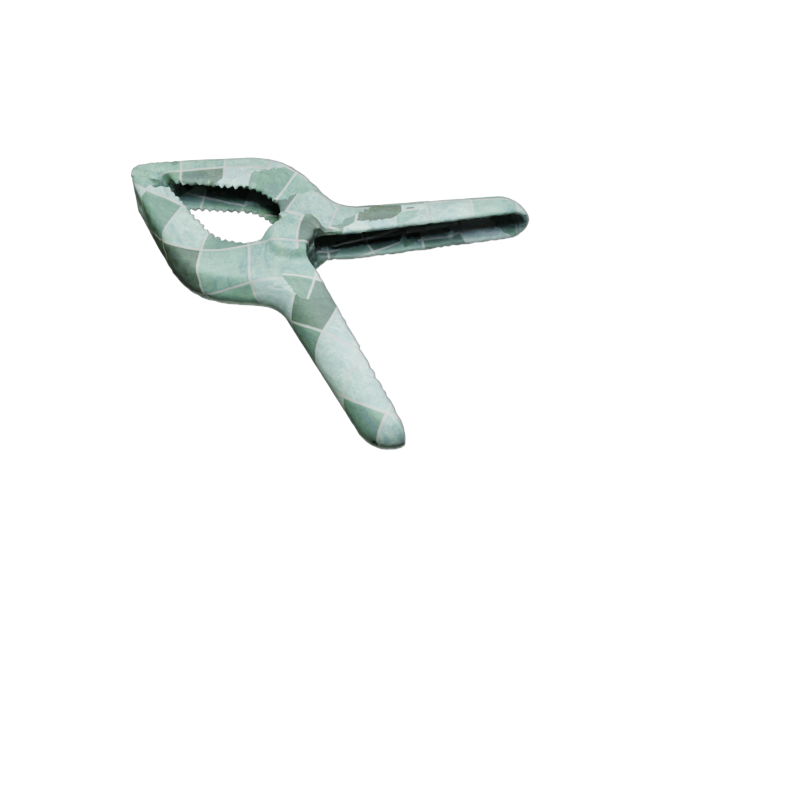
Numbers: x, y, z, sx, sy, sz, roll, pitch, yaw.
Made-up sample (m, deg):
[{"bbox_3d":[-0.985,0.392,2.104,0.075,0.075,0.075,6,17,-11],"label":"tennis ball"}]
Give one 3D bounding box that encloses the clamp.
[{"bbox_3d":[-0.046,-0.084,0.589,0.220,0.168,0.034,29,-32,20],"label":"clamp"}]
